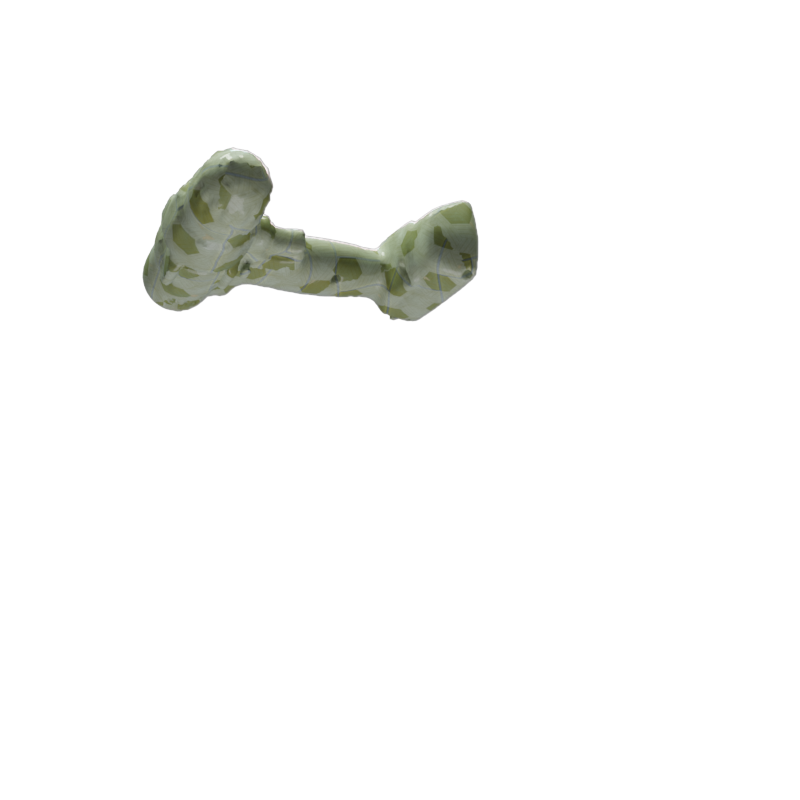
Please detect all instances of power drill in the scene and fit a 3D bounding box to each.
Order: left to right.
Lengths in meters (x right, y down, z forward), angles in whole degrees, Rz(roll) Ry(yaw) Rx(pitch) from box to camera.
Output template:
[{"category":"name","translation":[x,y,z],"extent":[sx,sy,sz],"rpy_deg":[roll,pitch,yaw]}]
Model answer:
[{"category":"power drill","translation":[-0.052,-0.095,0.669],"extent":[0.182,0.060,0.183],"rpy_deg":[5,-14,-20]}]
